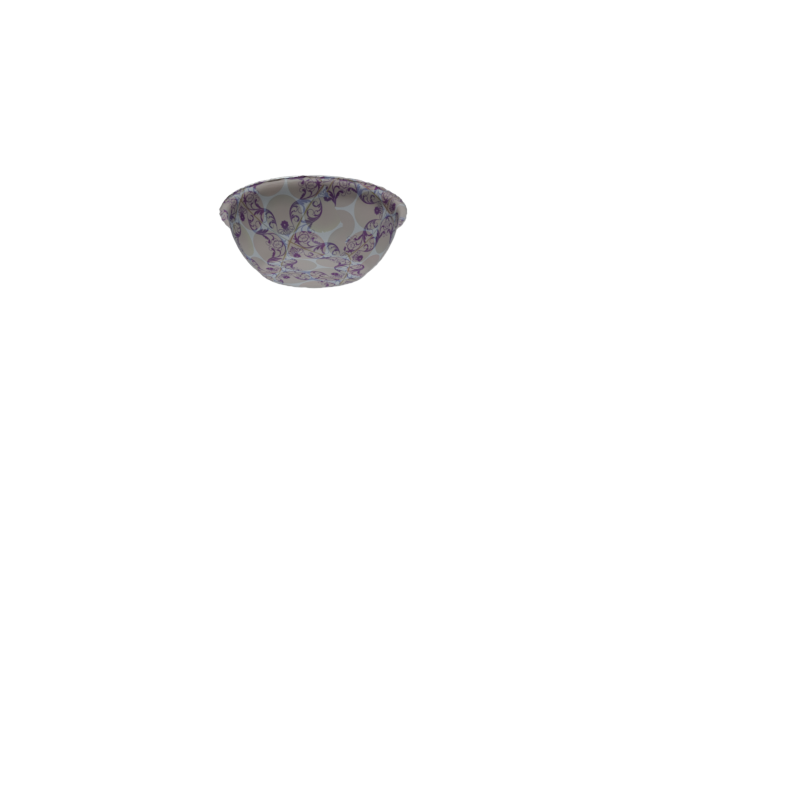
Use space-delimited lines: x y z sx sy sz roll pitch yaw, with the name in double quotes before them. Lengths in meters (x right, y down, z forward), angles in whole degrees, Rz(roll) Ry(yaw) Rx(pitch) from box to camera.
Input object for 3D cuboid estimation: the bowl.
"bowl" -0.074 -0.135 0.947 0.162 0.057 0.156 0 -14 -2
